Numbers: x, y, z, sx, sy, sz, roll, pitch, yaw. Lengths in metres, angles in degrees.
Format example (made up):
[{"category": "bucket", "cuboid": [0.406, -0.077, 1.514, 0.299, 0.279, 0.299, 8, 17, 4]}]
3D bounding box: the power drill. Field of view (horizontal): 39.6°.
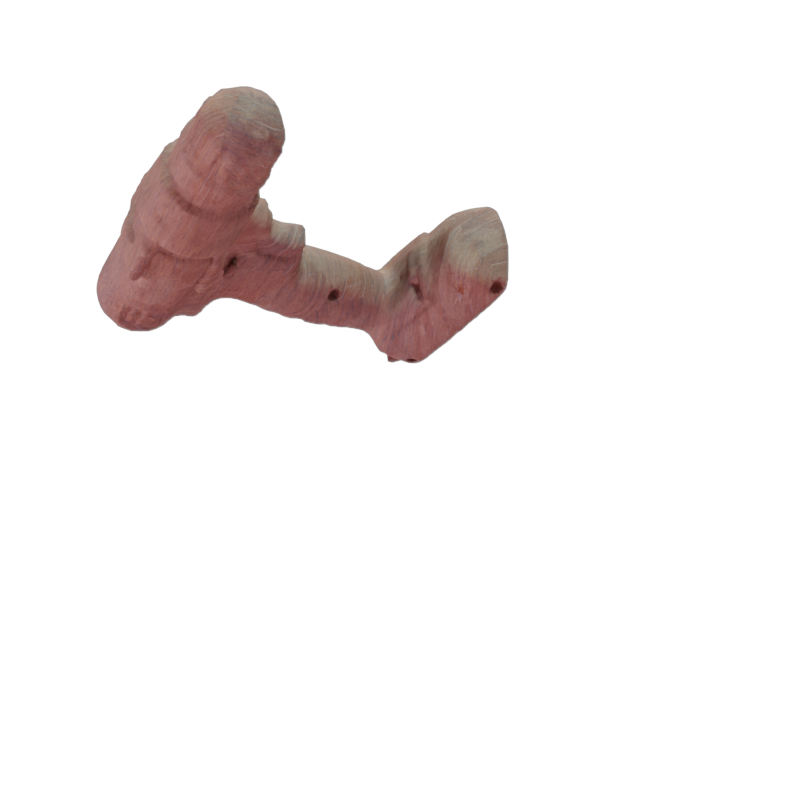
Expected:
[{"category": "power drill", "cuboid": [-0.044, -0.079, 0.556, 0.181, 0.061, 0.181, 12, -27, -24]}]
